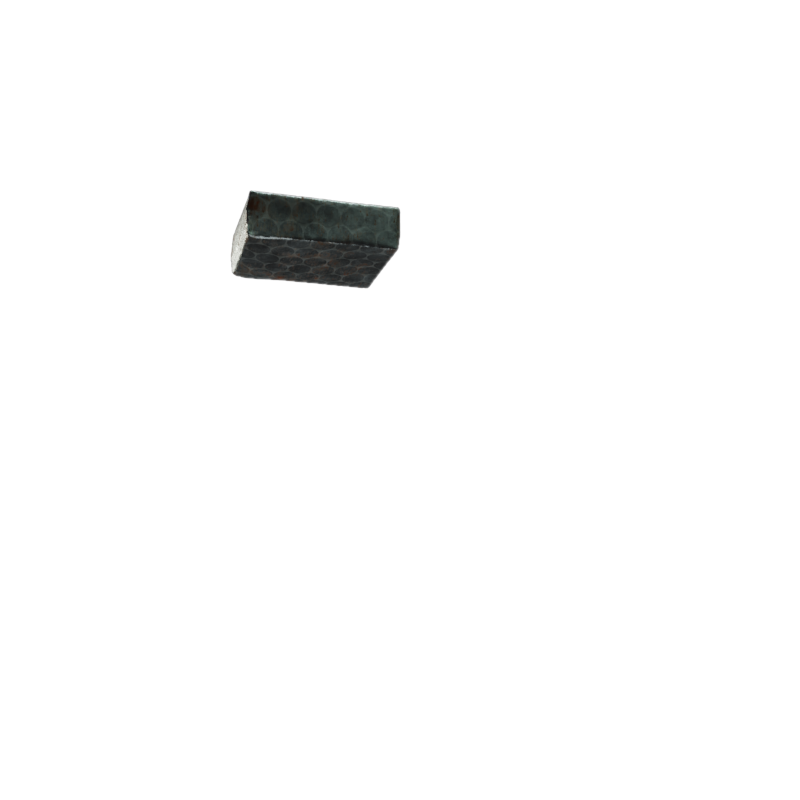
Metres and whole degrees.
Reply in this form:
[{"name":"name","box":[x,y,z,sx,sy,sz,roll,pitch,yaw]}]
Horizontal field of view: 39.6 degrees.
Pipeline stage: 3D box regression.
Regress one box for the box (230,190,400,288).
[{"name":"box","box":[-0.065,-0.118,0.824,0.111,0.041,0.088,3,-16,-13]}]
